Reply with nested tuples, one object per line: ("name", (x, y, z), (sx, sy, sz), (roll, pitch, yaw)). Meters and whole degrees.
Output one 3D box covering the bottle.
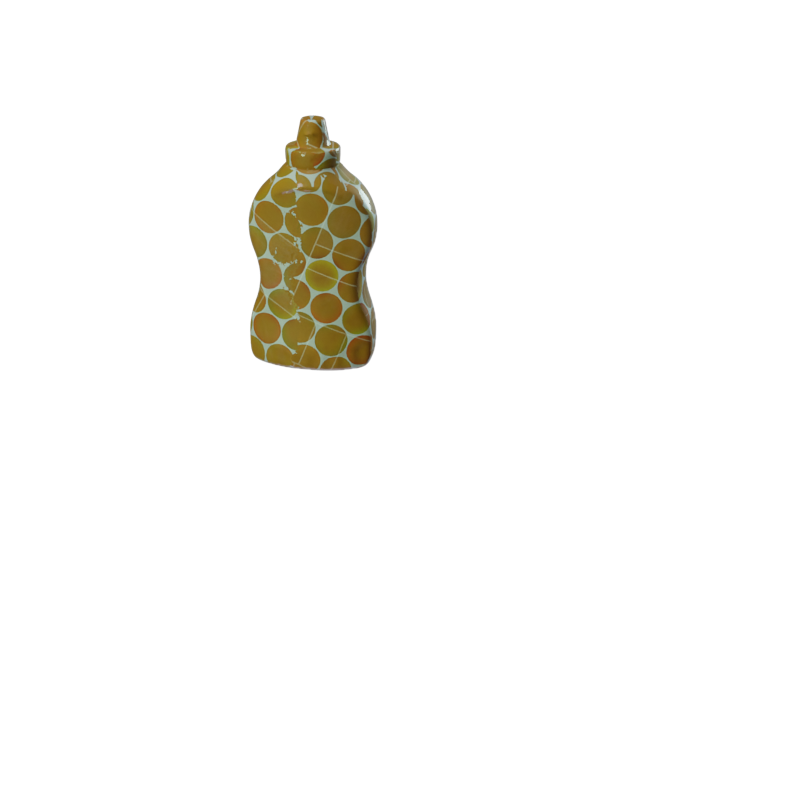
("bottle", (-0.066, -0.120, 0.838), (0.098, 0.183, 0.060), (5, 21, 10))
